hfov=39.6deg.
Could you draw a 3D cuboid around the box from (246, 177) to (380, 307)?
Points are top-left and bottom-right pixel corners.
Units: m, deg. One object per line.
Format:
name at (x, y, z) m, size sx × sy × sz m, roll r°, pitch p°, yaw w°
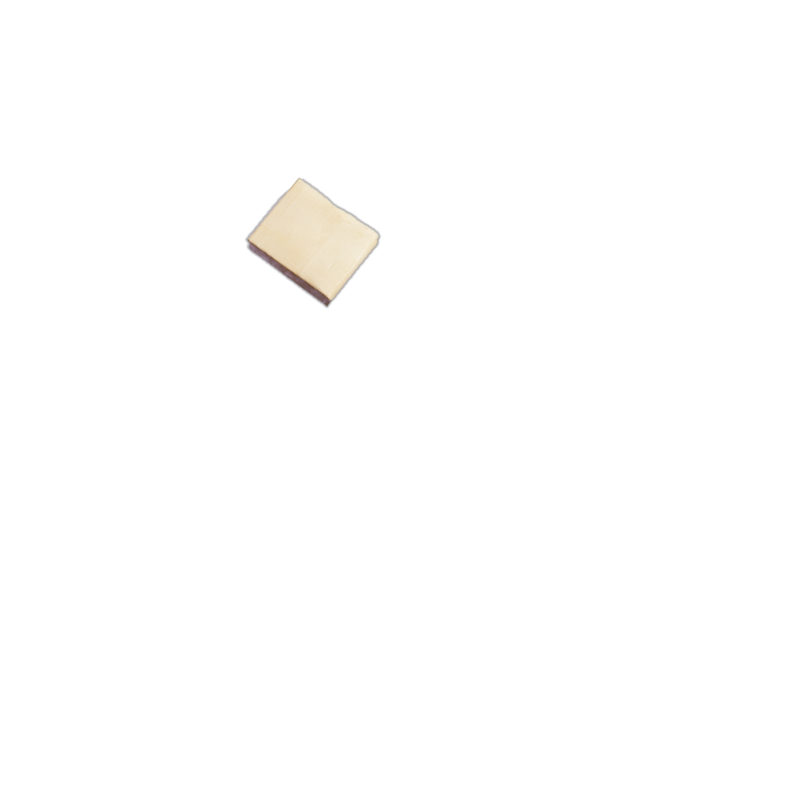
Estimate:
box at (-0.074, -0.135, 0.948) m, size 0.092 × 0.074 × 0.029 m, roll 36°, pitch -15°, yaw 10°
